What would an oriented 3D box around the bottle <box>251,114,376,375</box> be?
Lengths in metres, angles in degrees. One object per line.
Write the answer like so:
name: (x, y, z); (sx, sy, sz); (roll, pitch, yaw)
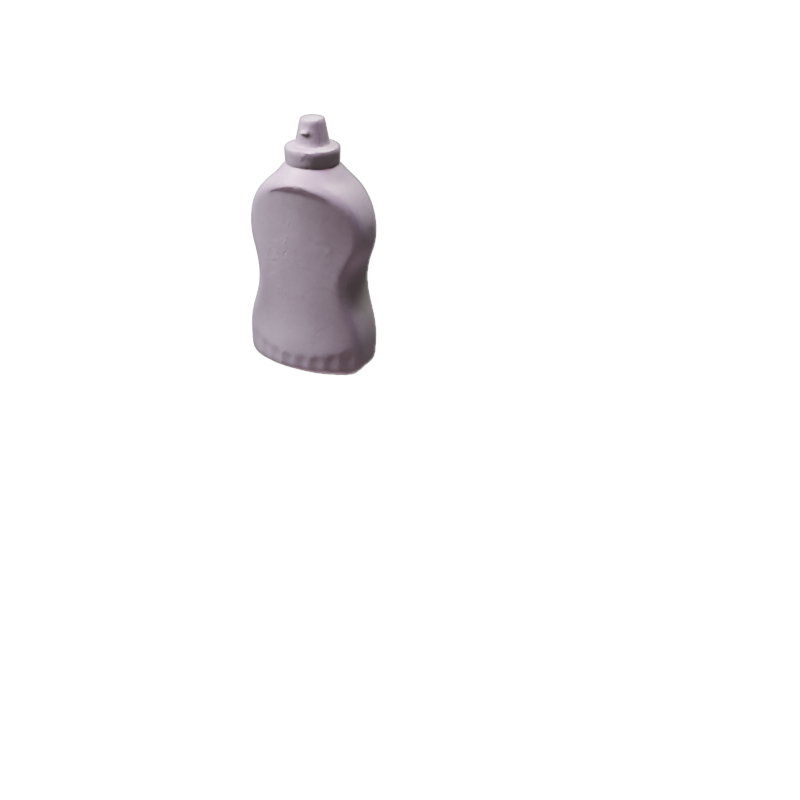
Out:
bottle: (-0.065, -0.118, 0.827); (0.100, 0.183, 0.059); (14, 25, 27)
